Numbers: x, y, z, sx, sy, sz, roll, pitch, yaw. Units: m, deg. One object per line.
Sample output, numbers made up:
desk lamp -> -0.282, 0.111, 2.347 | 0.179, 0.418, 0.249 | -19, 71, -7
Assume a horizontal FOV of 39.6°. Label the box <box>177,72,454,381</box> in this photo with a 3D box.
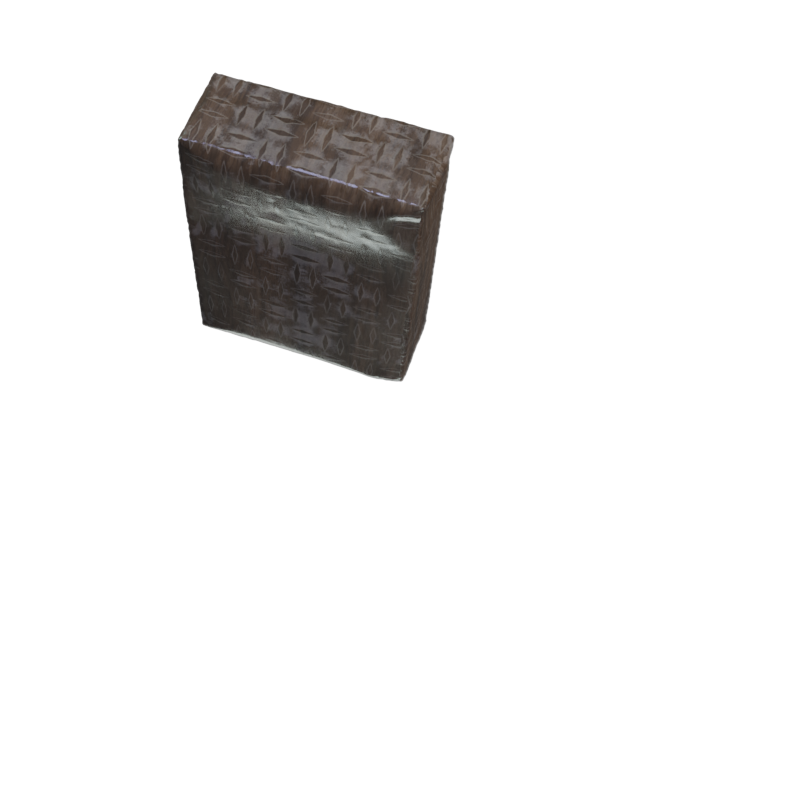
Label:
box -> -0.060, -0.109, 0.764 | 0.167, 0.075, 0.200 | 18, -30, 8
